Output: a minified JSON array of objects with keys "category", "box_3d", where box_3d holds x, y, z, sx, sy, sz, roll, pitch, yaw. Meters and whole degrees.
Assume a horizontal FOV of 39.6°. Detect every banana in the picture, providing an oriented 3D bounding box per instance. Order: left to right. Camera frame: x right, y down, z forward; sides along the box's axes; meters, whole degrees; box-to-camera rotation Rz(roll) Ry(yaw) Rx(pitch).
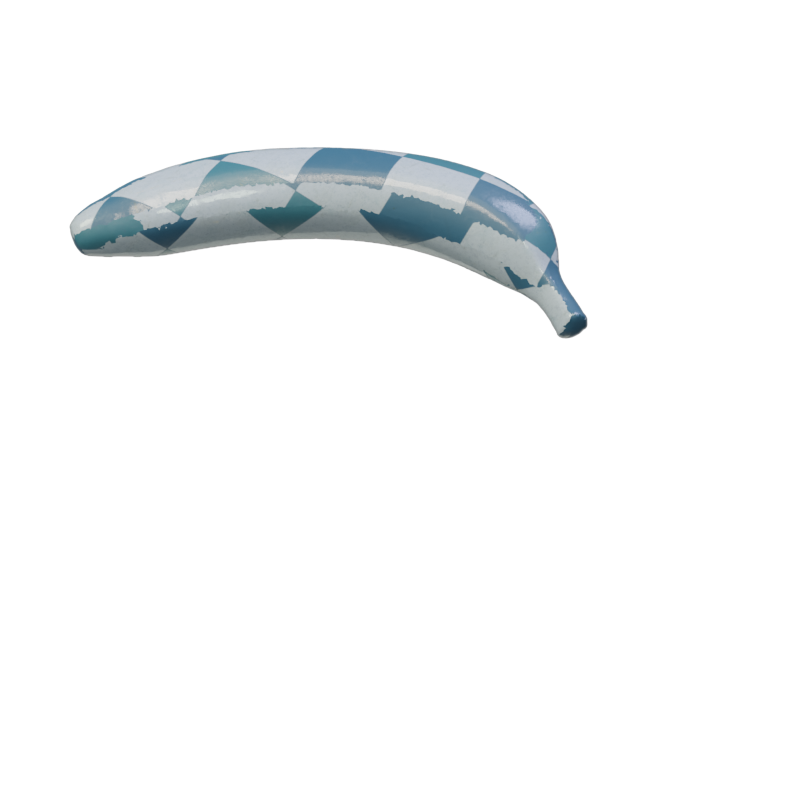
[{"category":"banana","box_3d":[-0.026,-0.071,0.430,0.201,0.034,0.073,9,41,10]}]
